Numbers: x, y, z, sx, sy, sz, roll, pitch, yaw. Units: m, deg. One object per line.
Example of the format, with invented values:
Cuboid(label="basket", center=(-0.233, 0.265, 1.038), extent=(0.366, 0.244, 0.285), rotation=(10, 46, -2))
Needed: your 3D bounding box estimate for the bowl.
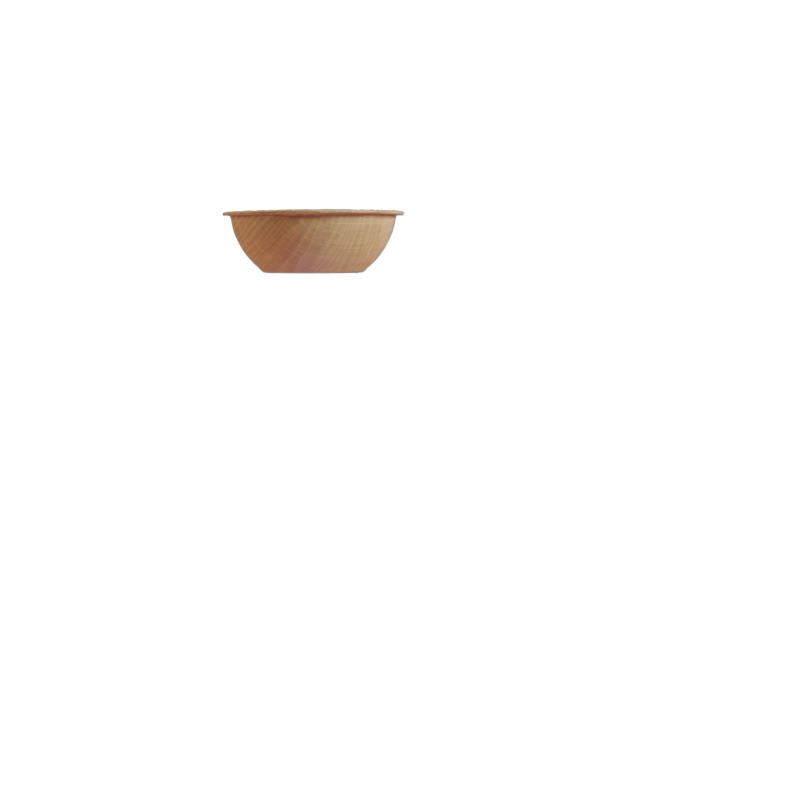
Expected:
Cuboid(label="bowl", center=(-0.077, -0.141, 0.986), extent=(0.162, 0.055, 0.164), rotation=(0, 7, -2))
